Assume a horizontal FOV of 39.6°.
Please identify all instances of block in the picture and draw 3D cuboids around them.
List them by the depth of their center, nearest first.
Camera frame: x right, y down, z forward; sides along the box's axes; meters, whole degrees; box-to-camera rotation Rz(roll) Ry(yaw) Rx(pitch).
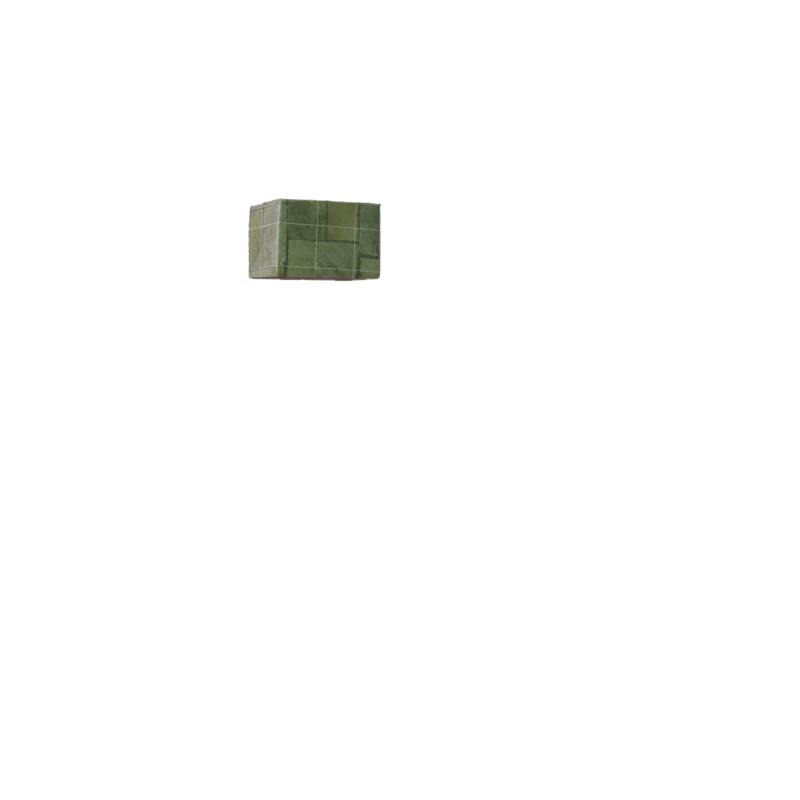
[{"bbox_3d":[-0.059,-0.107,0.751,0.075,0.051,0.054,-1,1,-28],"label":"block"}]
